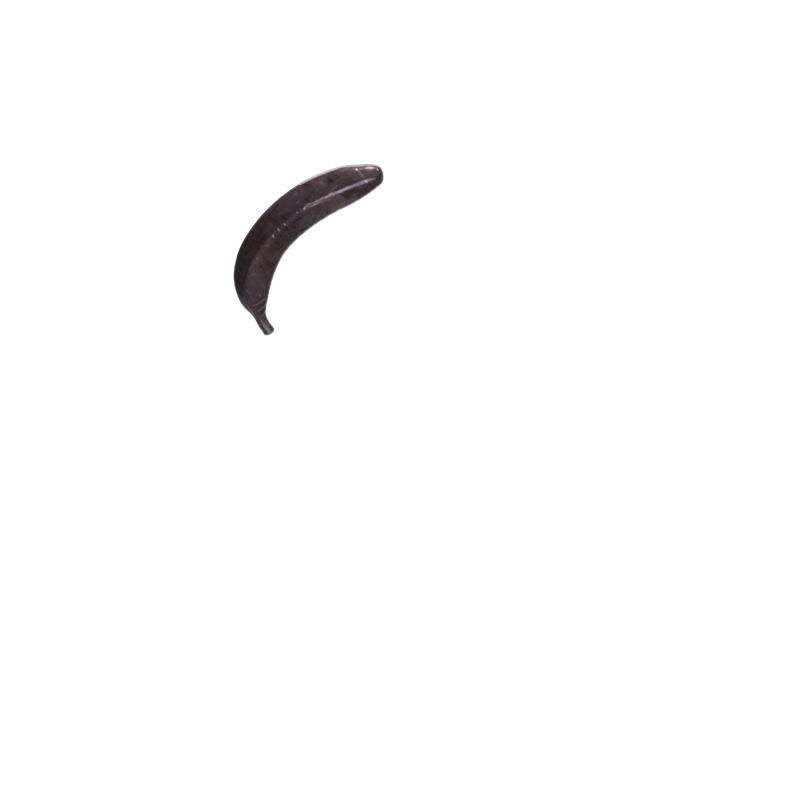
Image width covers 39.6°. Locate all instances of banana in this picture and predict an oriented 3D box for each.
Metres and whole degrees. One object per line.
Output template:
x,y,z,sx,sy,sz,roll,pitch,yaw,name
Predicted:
-0.094,-0.144,0.973,0.067,0.192,0.039,28,31,-20,banana
